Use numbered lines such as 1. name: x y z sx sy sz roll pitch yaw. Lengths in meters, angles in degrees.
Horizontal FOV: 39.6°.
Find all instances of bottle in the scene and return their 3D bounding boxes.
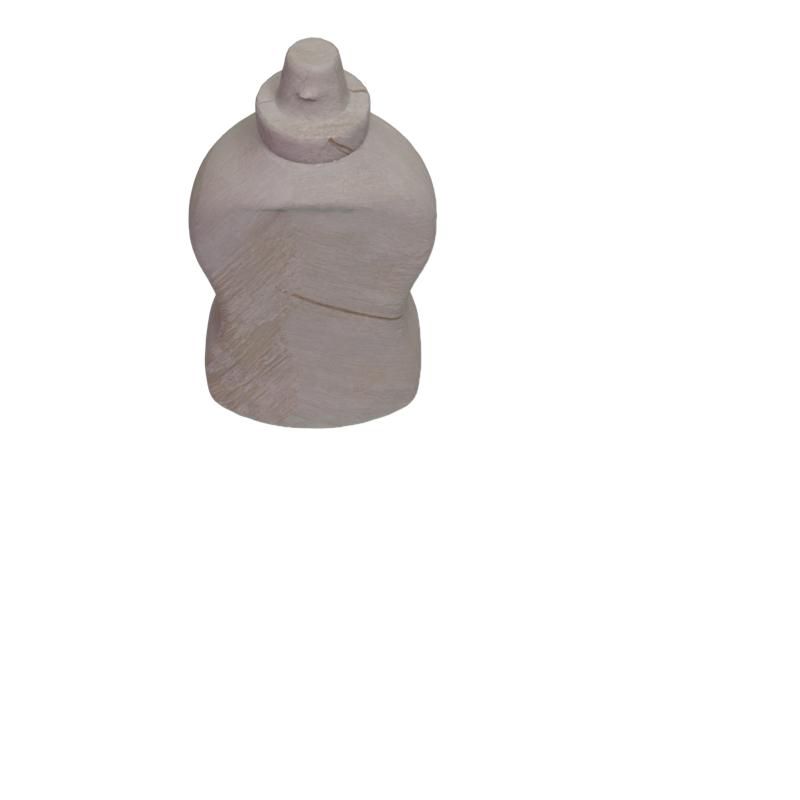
1. bottle: -0.035 -0.063 0.443 0.096 0.062 0.179 3 -38 -1
